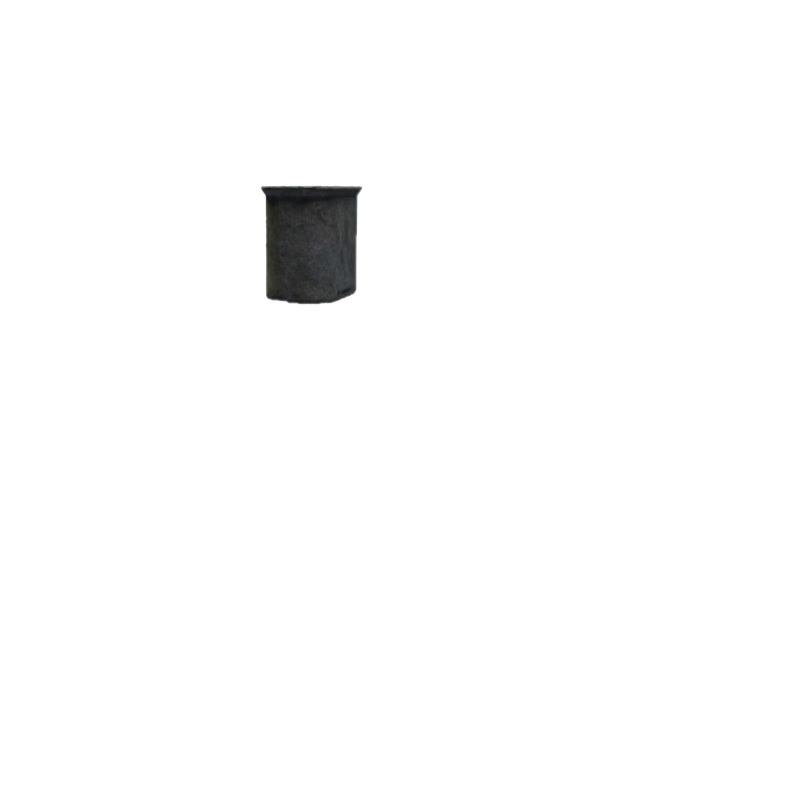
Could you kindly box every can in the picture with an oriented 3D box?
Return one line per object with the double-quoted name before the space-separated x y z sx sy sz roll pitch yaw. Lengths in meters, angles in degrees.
"can" -0.065 -0.118 0.828 0.059 0.083 0.101 2 8 14
